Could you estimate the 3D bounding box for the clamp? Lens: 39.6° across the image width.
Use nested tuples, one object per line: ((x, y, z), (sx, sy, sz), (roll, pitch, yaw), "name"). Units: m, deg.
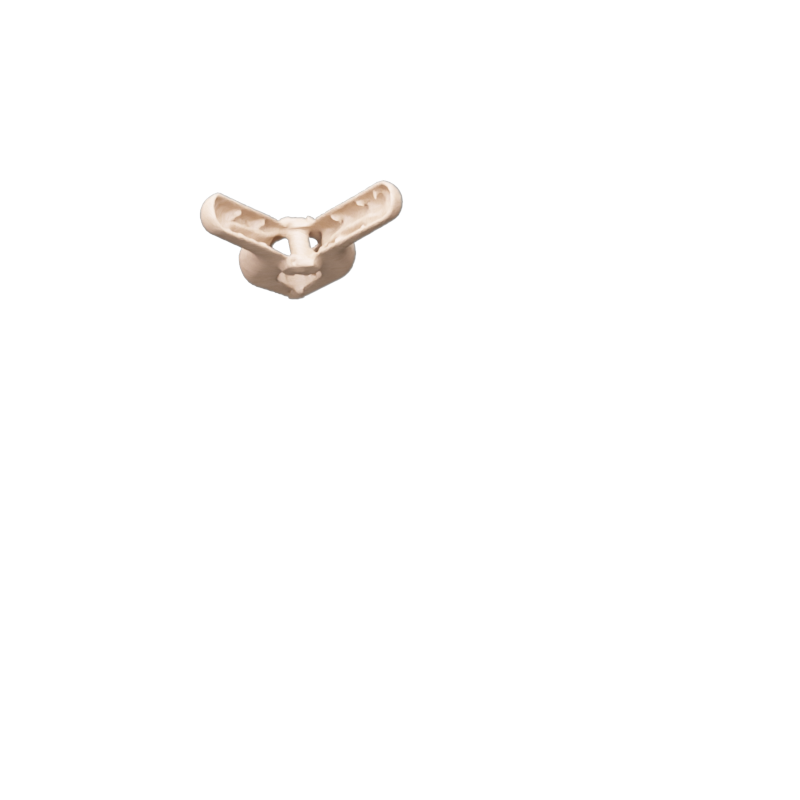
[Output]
((-0.057, -0.103, 0.724), (0.121, 0.040, 0.166), (-1, -8, 3), "clamp")
